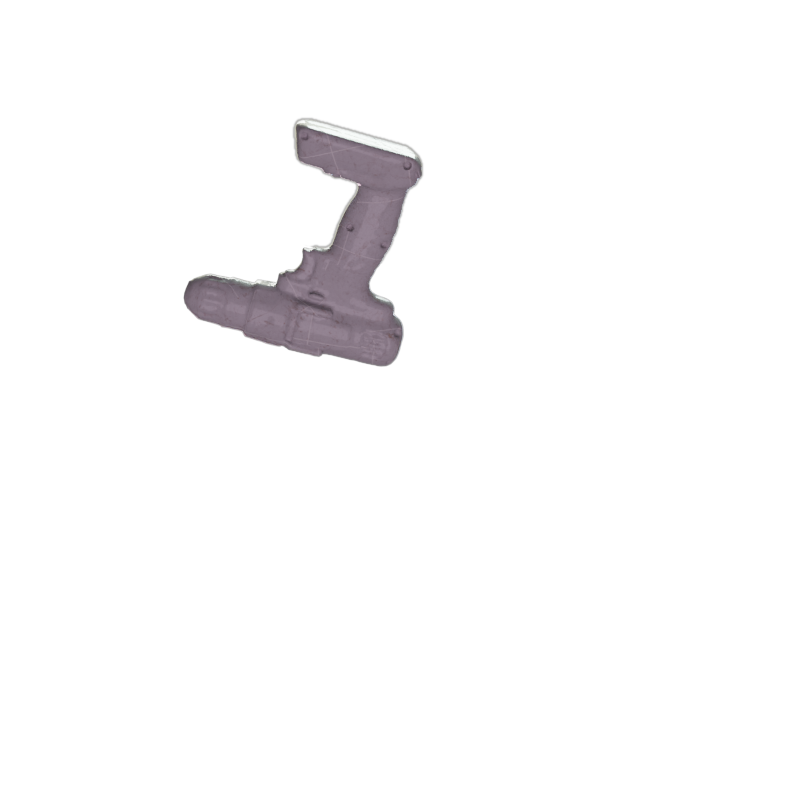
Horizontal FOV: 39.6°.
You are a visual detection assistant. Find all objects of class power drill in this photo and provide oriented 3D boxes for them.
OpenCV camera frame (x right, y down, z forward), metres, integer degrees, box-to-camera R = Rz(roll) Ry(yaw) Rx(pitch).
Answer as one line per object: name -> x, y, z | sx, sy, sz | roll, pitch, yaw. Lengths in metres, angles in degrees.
power drill -> -0.071, -0.129, 0.901 | 0.183, 0.182, 0.060 | 14, 18, -5
